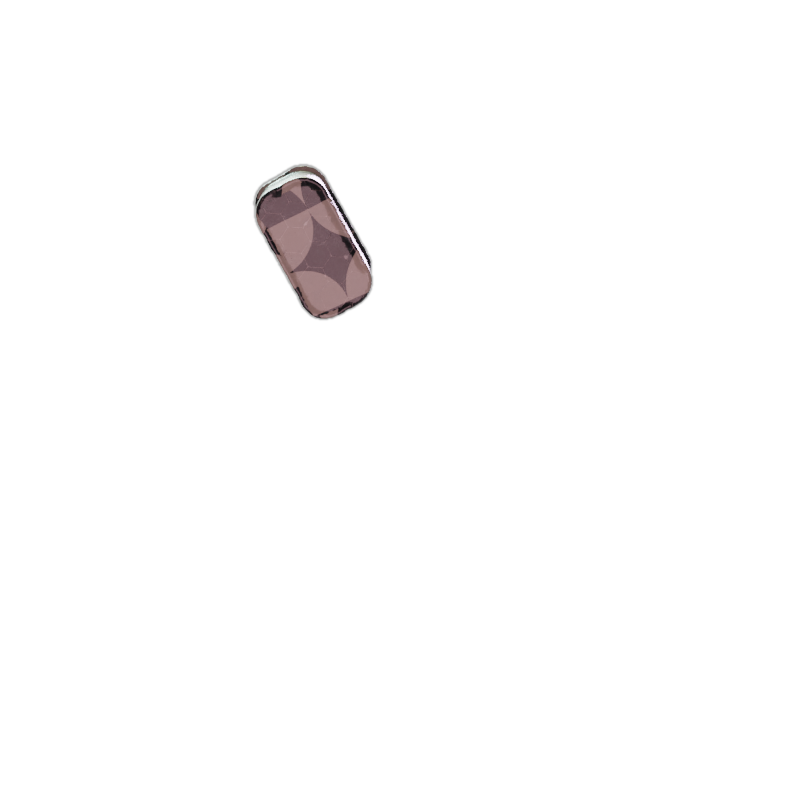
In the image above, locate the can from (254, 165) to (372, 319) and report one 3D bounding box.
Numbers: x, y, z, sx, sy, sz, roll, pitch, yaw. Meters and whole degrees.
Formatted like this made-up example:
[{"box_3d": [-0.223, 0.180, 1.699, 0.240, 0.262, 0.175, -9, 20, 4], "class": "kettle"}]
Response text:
[{"box_3d": [-0.061, -0.111, 0.778, 0.057, 0.100, 0.086, -29, 10, 3], "class": "can"}]
